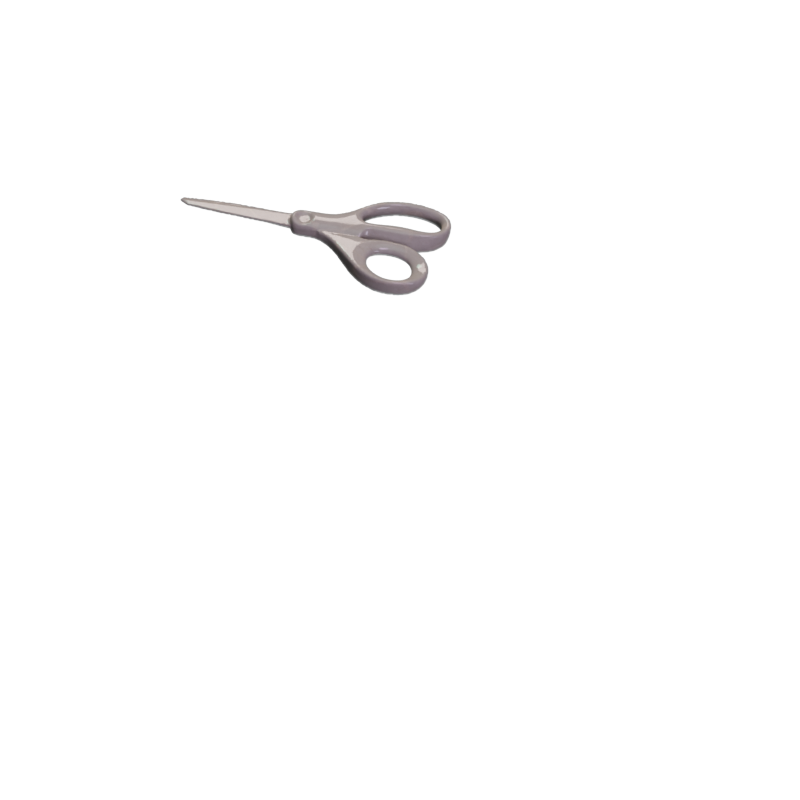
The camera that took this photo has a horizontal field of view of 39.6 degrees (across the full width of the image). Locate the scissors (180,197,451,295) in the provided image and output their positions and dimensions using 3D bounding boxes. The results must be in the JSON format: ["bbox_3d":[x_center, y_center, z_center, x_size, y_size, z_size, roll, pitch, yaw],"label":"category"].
[{"bbox_3d":[-0.063,-0.115,0.807,0.202,0.103,0.015,0,-43,0],"label":"scissors"}]
